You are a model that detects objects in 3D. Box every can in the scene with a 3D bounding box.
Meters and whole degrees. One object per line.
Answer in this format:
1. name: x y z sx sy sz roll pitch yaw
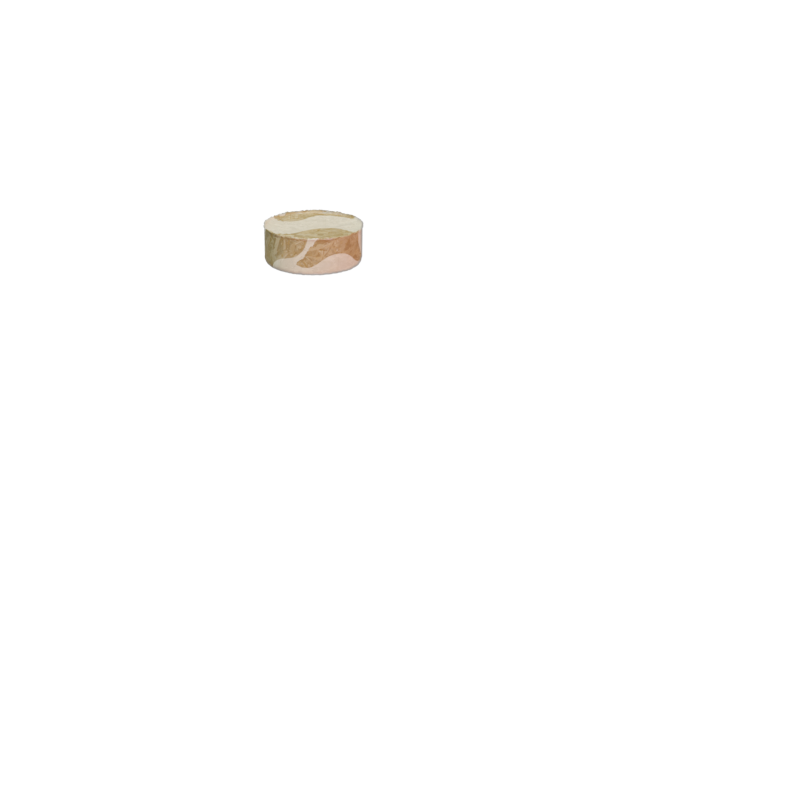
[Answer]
1. can: -0.075 -0.136 0.954 0.086 0.032 0.090 -1 24 -2
